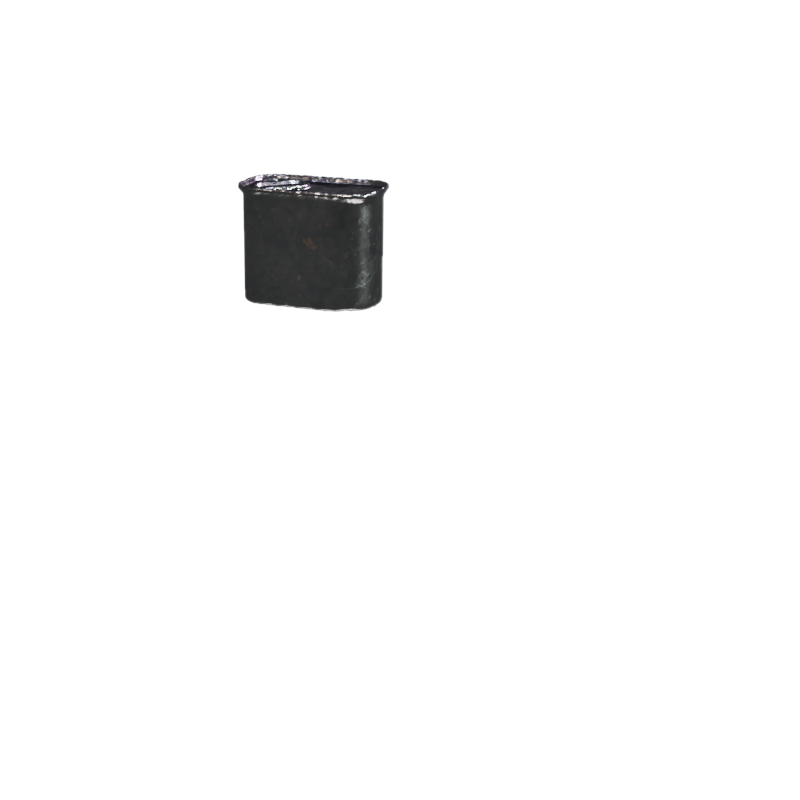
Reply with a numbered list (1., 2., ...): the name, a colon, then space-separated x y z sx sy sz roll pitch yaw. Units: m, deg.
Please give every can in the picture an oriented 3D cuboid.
1. can: -0.061 -0.111 0.776 0.105 0.081 0.058 7 18 18
